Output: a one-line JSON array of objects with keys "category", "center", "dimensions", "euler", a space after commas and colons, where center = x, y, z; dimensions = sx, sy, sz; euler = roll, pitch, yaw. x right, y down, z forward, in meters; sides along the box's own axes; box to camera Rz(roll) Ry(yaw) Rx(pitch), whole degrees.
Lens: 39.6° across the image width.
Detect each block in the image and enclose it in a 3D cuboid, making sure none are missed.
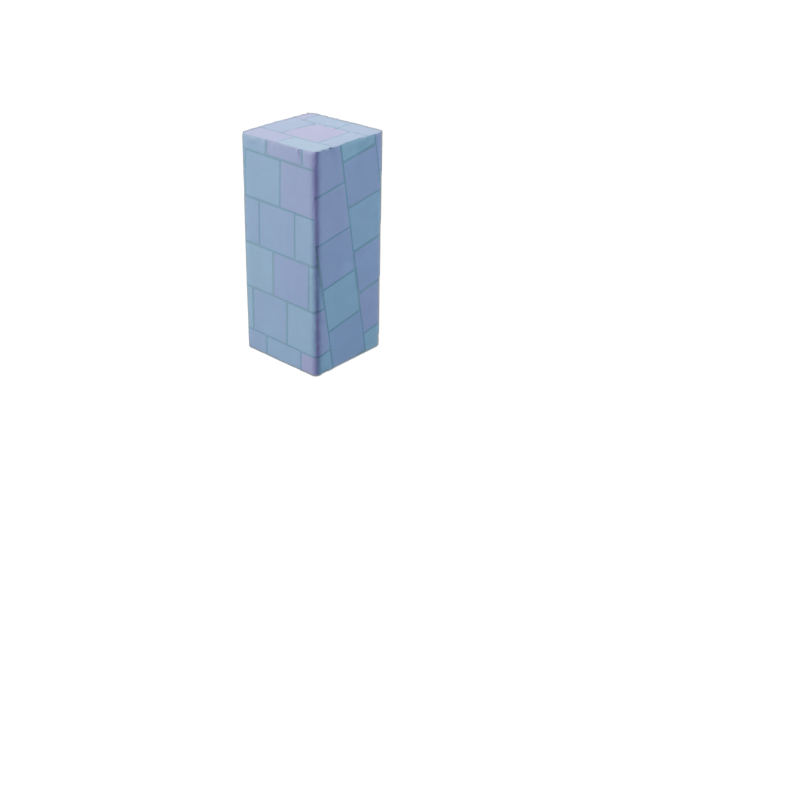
[{"category": "block", "center": [-0.078, -0.141, 0.987], "dimensions": [0.096, 0.196, 0.089], "euler": [21, 31, 36]}]
